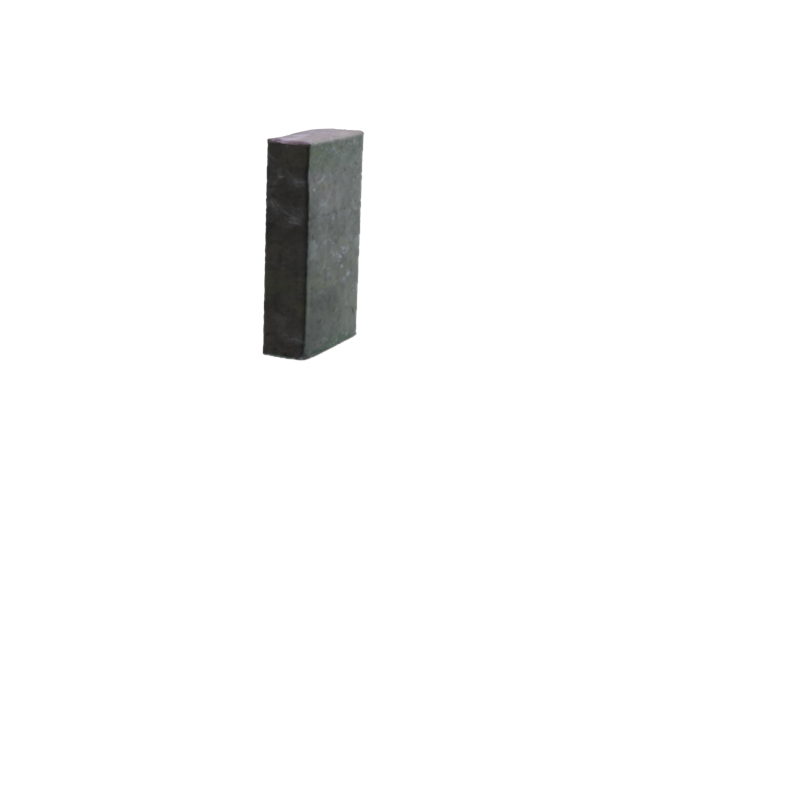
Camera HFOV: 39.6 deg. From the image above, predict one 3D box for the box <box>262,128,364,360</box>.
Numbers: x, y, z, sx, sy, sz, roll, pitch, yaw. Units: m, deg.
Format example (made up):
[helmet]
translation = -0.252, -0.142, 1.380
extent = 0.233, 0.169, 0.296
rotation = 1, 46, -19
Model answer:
[box]
translation = -0.070, -0.128, 0.897
extent = 0.050, 0.171, 0.093
rotation = 7, 15, 26
